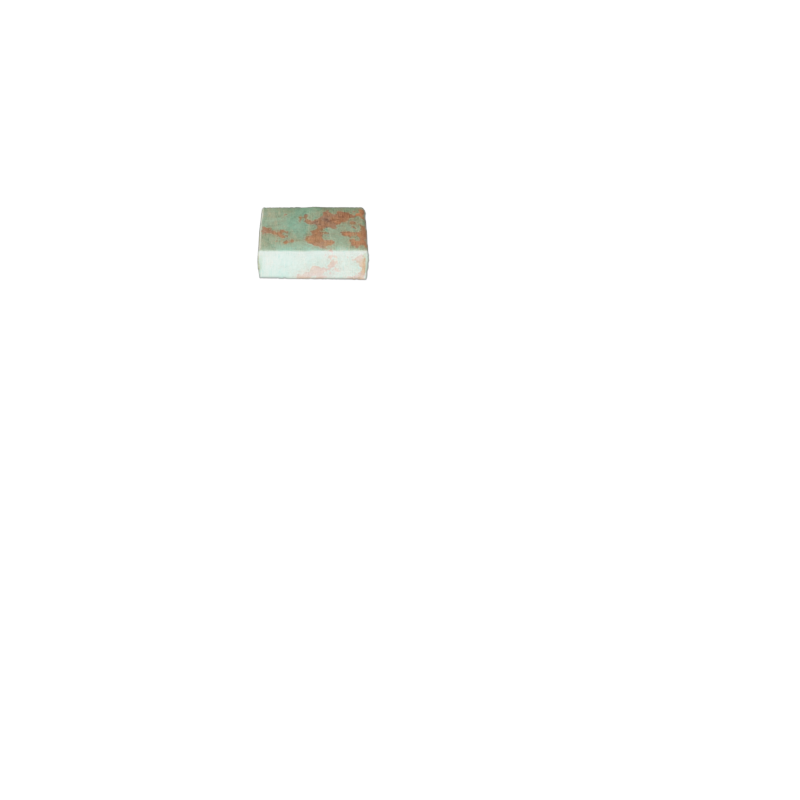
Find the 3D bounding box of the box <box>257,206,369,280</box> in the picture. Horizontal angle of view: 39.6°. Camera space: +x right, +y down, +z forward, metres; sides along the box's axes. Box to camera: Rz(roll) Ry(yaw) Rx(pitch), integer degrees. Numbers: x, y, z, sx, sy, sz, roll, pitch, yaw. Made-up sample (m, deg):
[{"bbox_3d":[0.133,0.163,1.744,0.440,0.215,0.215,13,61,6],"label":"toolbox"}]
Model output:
[{"bbox_3d":[-0.071,-0.130,0.909,0.089,0.028,0.078,-1,36,-1],"label":"box"}]
